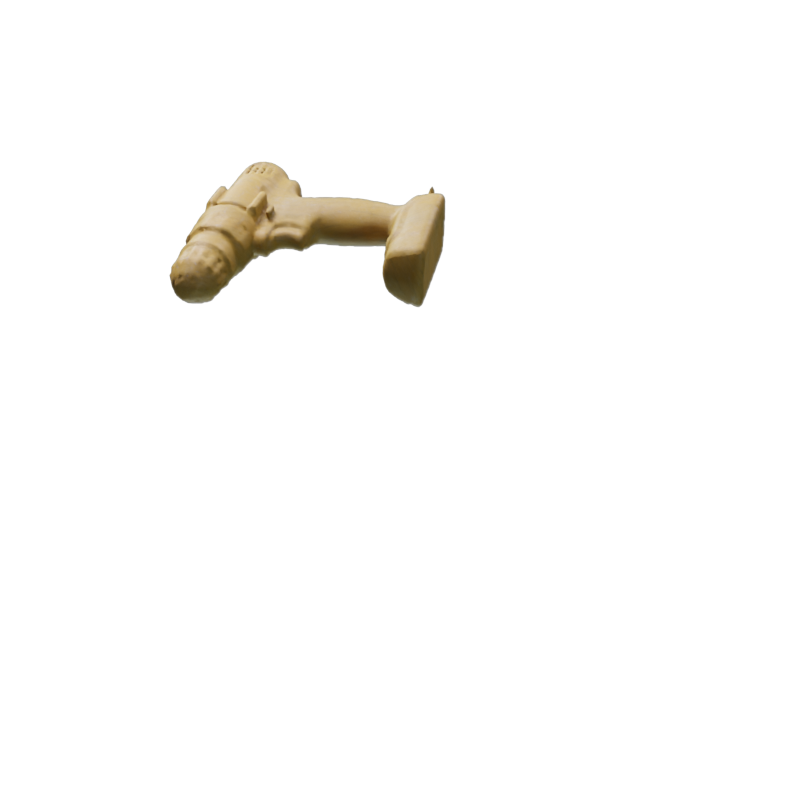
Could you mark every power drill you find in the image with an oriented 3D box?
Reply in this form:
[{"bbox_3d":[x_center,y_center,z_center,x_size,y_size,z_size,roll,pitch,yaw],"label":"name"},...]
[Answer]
[{"bbox_3d":[-0.067,-0.122,0.856,0.192,0.054,0.193,10,39,12],"label":"power drill"}]
